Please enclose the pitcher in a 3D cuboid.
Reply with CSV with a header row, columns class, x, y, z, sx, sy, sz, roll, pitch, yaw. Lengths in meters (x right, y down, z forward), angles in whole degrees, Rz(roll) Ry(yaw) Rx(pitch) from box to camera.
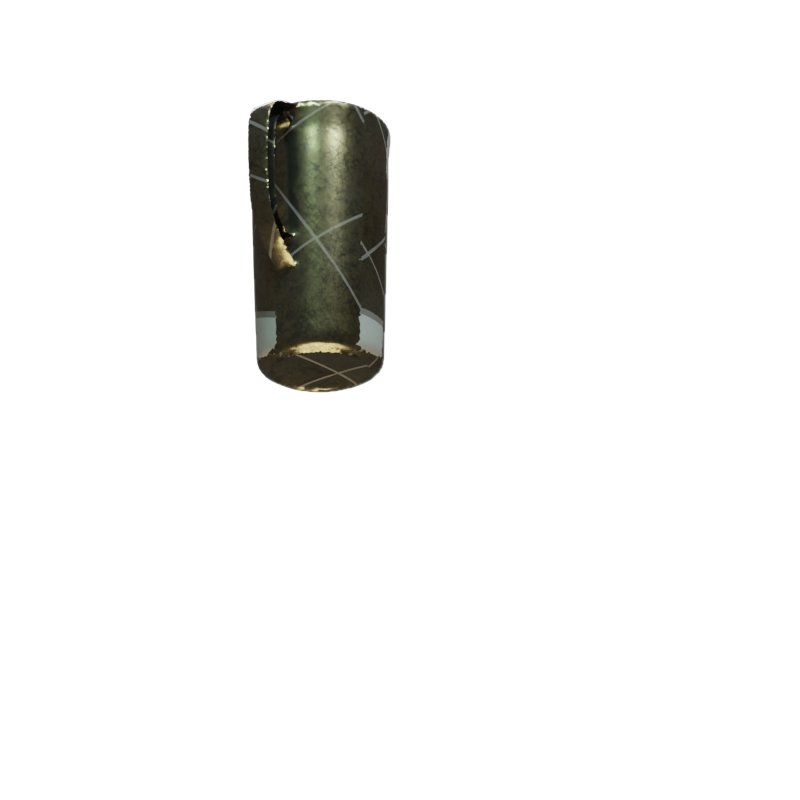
class,x,y,z,sx,sy,sz,roll,pitch,yaw
pitcher,-0.077,-0.140,0.983,0.146,0.258,0.140,7,-28,-16
